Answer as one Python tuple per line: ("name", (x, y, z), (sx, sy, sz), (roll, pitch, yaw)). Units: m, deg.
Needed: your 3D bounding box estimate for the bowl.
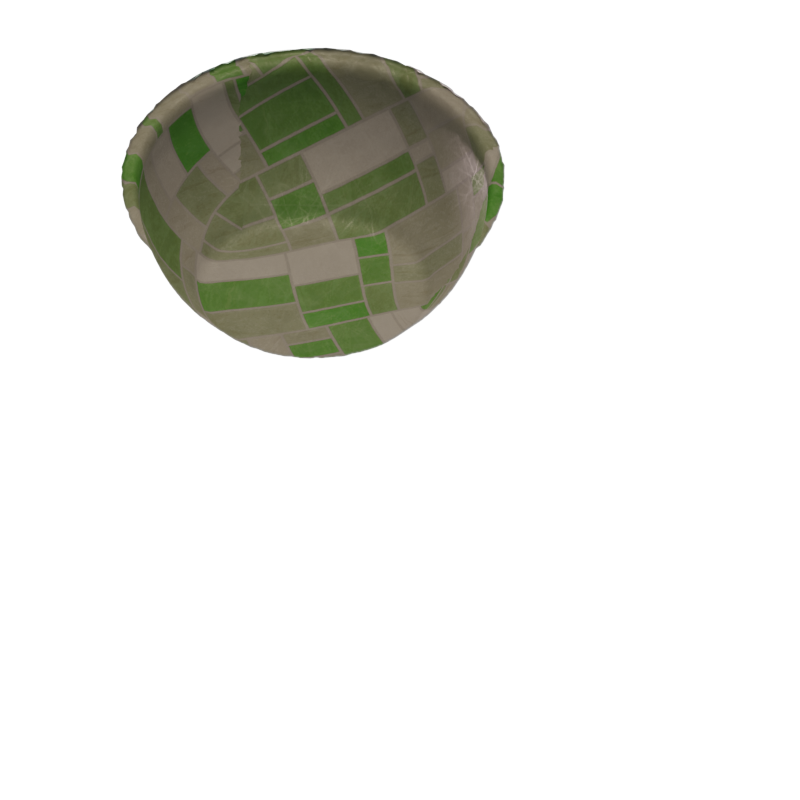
("bowl", (-0.036, -0.065, 0.454), (0.162, 0.059, 0.151), (1, -35, -2))
